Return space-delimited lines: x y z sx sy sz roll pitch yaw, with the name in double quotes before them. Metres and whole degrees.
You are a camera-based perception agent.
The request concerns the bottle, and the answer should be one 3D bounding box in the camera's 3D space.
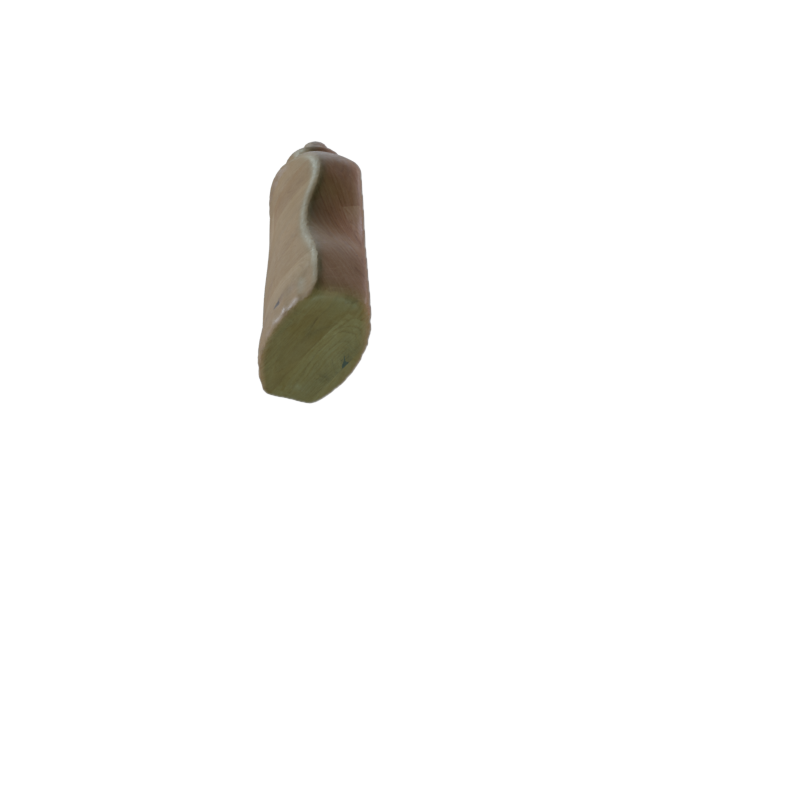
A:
"bottle" -0.054 -0.099 0.692 0.057 0.206 0.092 12 -47 -16
